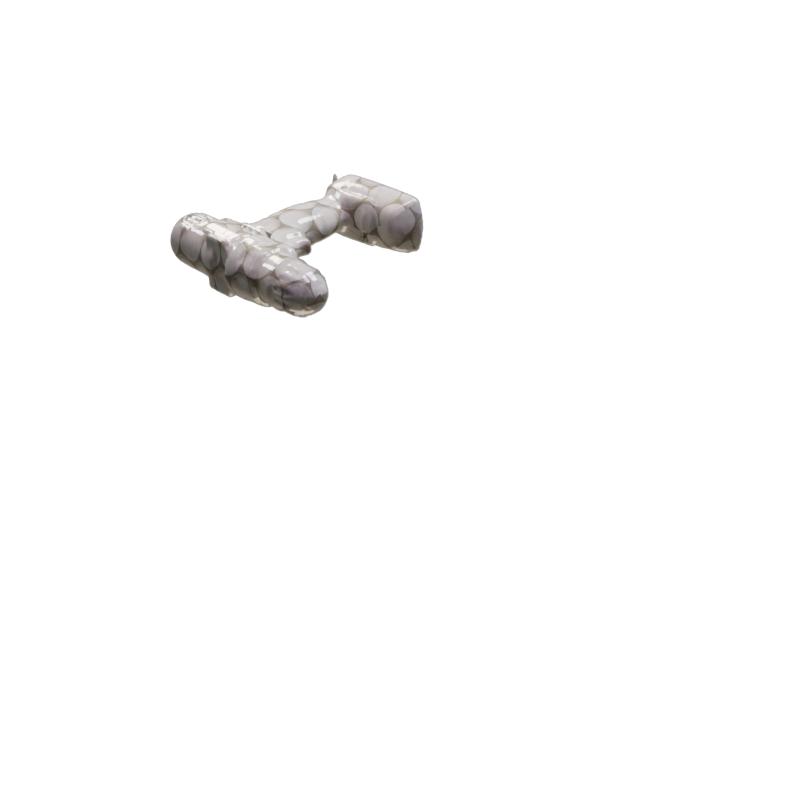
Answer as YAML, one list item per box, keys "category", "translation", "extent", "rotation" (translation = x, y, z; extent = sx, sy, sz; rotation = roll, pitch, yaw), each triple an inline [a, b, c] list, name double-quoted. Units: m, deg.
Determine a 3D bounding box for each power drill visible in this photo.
- category: "power drill"
  translation: [-0.072, -0.132, 0.925]
  extent: [0.185, 0.054, 0.197]
  rotation: [-22, 35, -35]
